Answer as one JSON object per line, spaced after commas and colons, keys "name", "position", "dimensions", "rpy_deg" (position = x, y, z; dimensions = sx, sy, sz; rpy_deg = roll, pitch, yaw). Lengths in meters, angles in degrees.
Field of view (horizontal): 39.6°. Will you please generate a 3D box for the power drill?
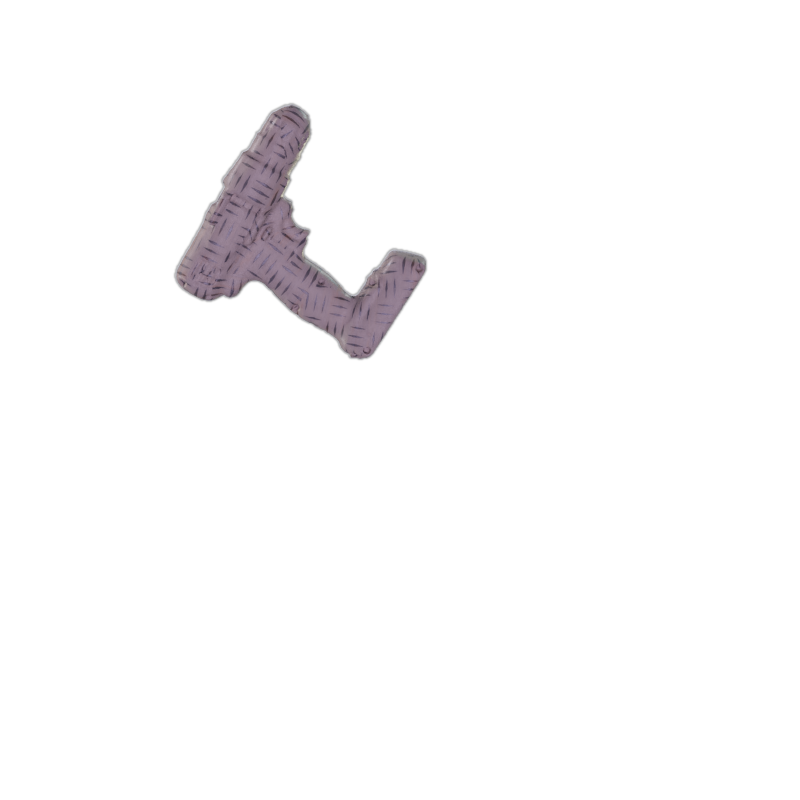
{"name": "power drill", "position": [-0.075, -0.136, 0.954], "dimensions": [0.185, 0.182, 0.059], "rpy_deg": [31, 8, -5]}
